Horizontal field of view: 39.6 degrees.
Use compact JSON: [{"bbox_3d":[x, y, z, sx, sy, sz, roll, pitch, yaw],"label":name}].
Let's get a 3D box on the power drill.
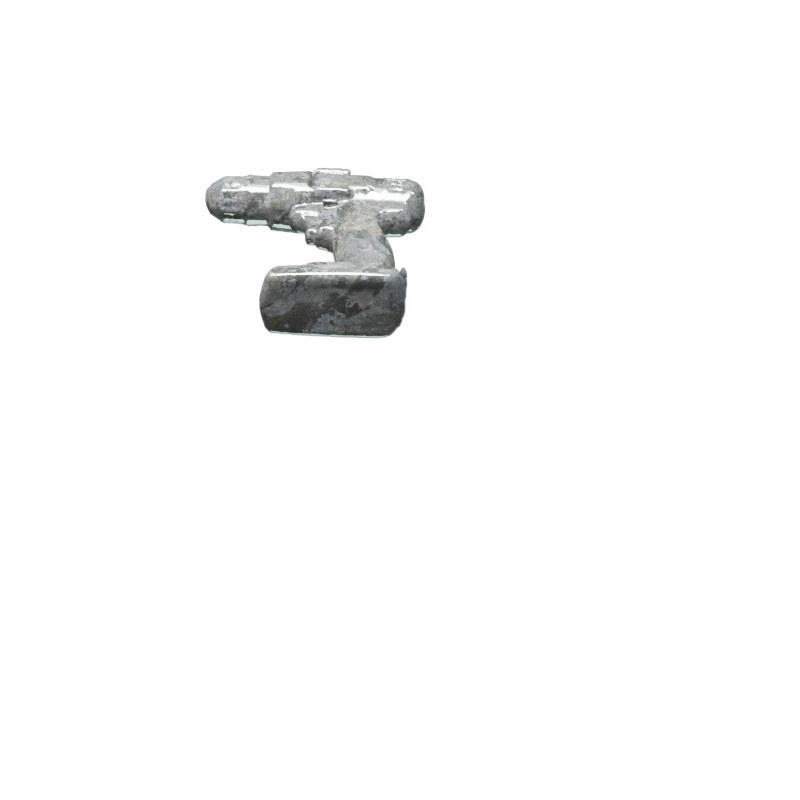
[{"bbox_3d":[-0.068,-0.125,0.873,0.184,0.054,0.200,0,37,-1],"label":"power drill"}]
